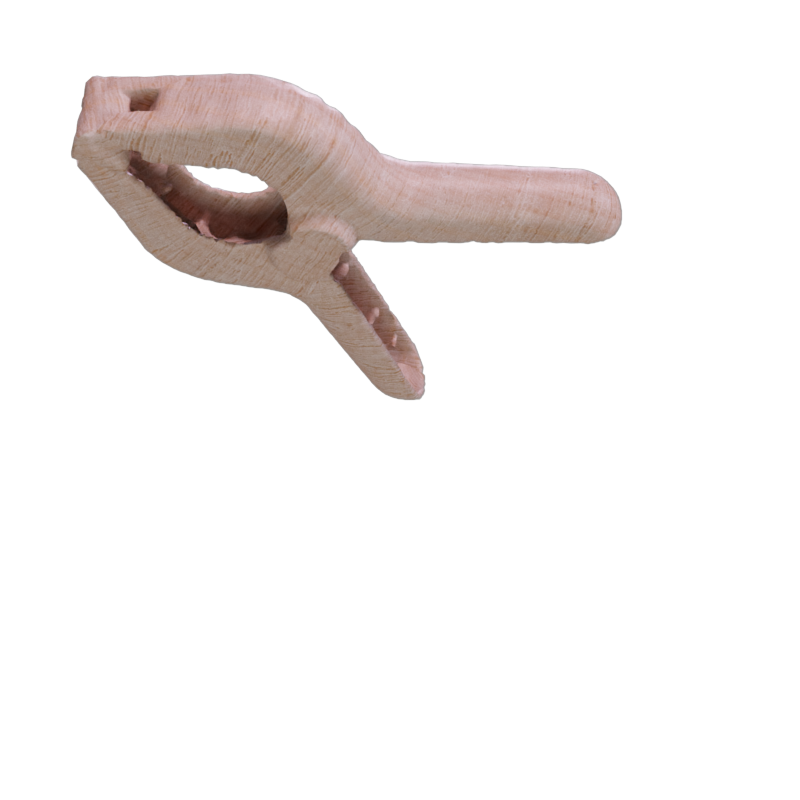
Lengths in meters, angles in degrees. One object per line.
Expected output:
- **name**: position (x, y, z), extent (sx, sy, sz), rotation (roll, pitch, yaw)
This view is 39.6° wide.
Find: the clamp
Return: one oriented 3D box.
- **clamp**: position (-0.029, -0.052, 0.366), extent (0.166, 0.042, 0.115), rotation (18, -49, -16)
